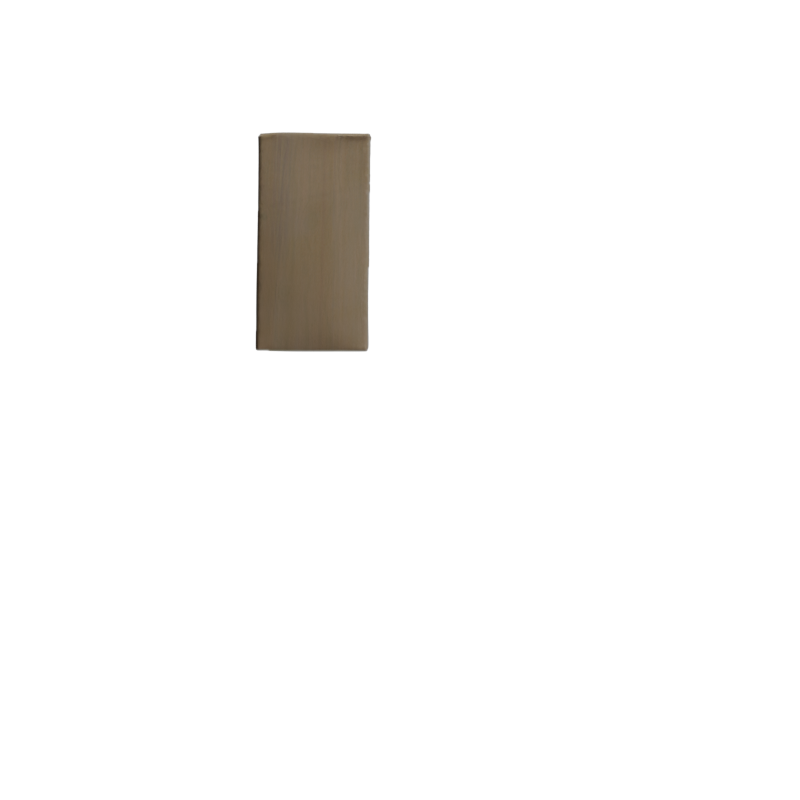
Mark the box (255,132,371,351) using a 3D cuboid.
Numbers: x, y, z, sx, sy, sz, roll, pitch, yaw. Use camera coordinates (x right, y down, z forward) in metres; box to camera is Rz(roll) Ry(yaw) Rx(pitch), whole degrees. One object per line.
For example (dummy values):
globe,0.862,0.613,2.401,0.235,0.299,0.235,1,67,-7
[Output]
box,-0.071,-0.129,0.905,0.093,0.175,0.048,0,3,-2
